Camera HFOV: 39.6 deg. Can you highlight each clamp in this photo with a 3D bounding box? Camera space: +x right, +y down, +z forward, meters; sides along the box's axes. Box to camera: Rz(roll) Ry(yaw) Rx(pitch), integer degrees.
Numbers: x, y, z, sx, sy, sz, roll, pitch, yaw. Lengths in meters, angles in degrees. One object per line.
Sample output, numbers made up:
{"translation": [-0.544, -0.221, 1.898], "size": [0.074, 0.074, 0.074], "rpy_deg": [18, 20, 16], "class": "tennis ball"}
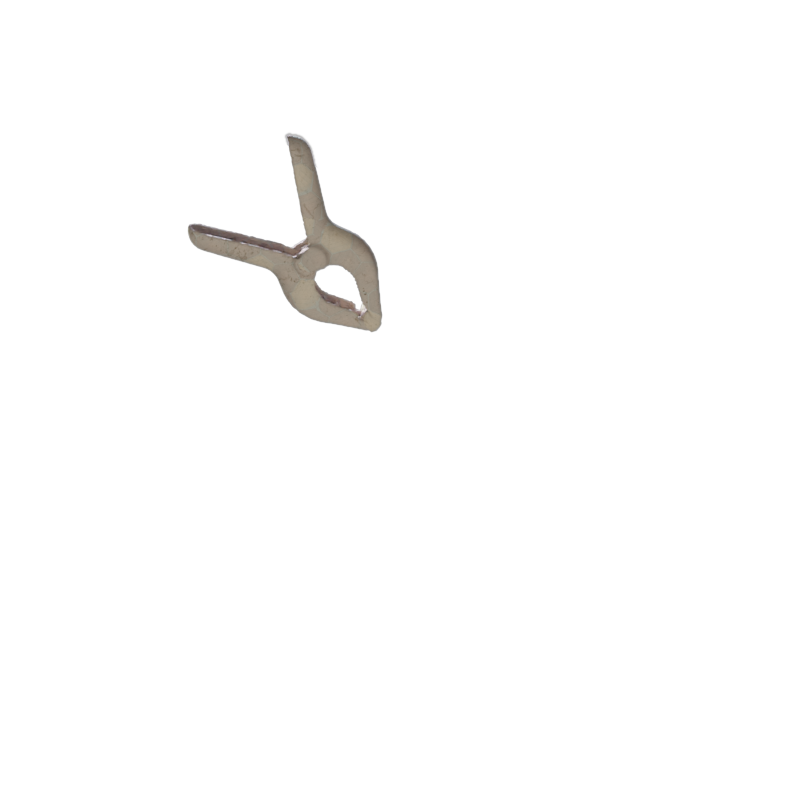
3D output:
{"translation": [-0.069, -0.126, 0.883], "size": [0.165, 0.118, 0.041], "rpy_deg": [36, 22, -17], "class": "clamp"}
